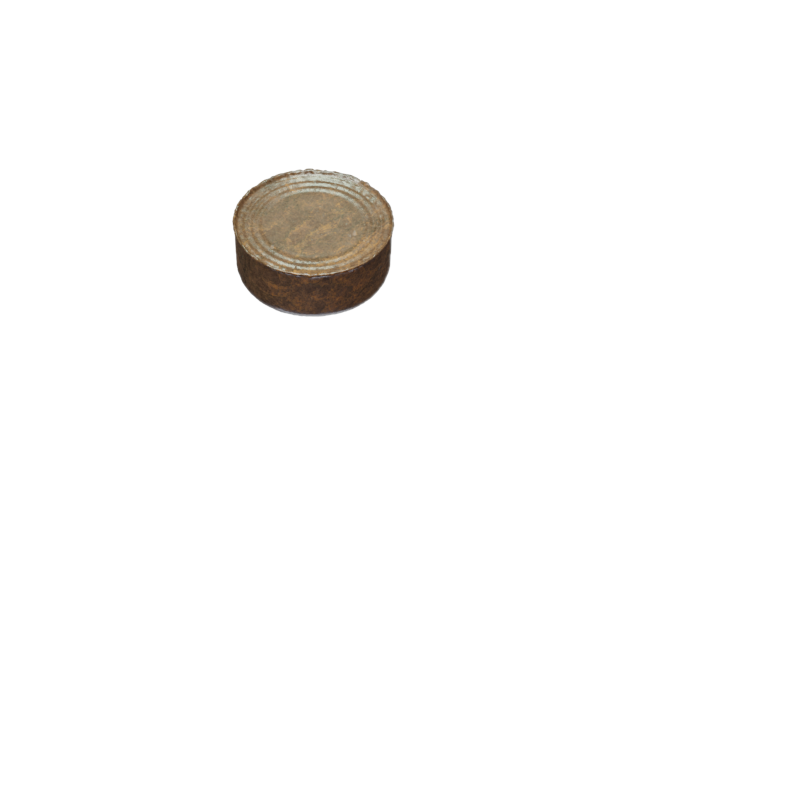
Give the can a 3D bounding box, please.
[{"bbox_3d":[-0.047,-0.086,0.599,0.086,0.092,0.031,-1,-44,-1],"label":"can"}]
